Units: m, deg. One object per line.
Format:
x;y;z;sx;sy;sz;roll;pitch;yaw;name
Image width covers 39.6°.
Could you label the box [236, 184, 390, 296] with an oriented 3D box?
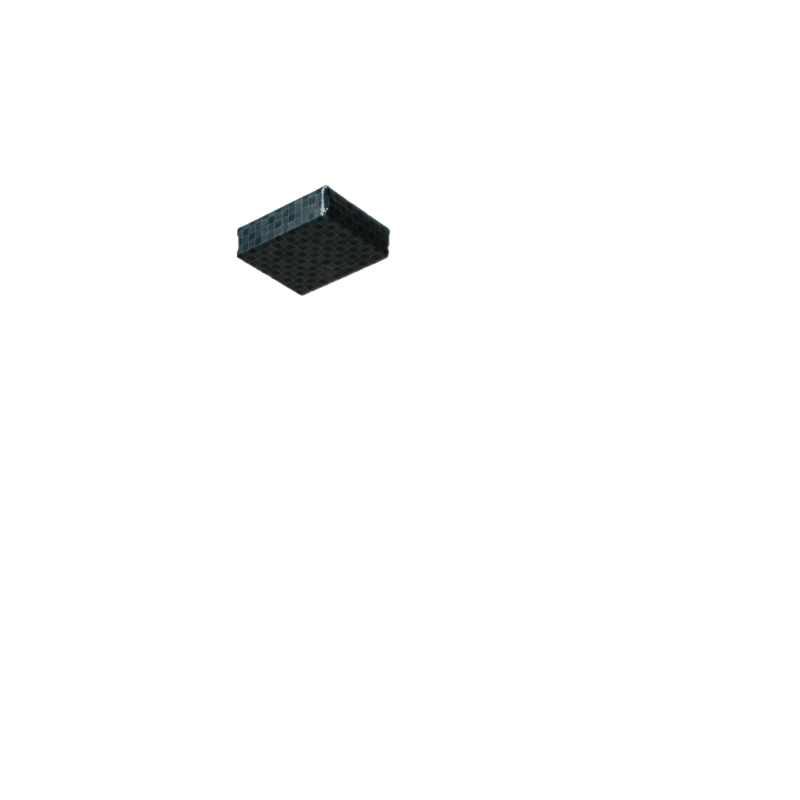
-0.063;-0.116;0.813;0.090;0.032;0.068;-21;-34;34;box
